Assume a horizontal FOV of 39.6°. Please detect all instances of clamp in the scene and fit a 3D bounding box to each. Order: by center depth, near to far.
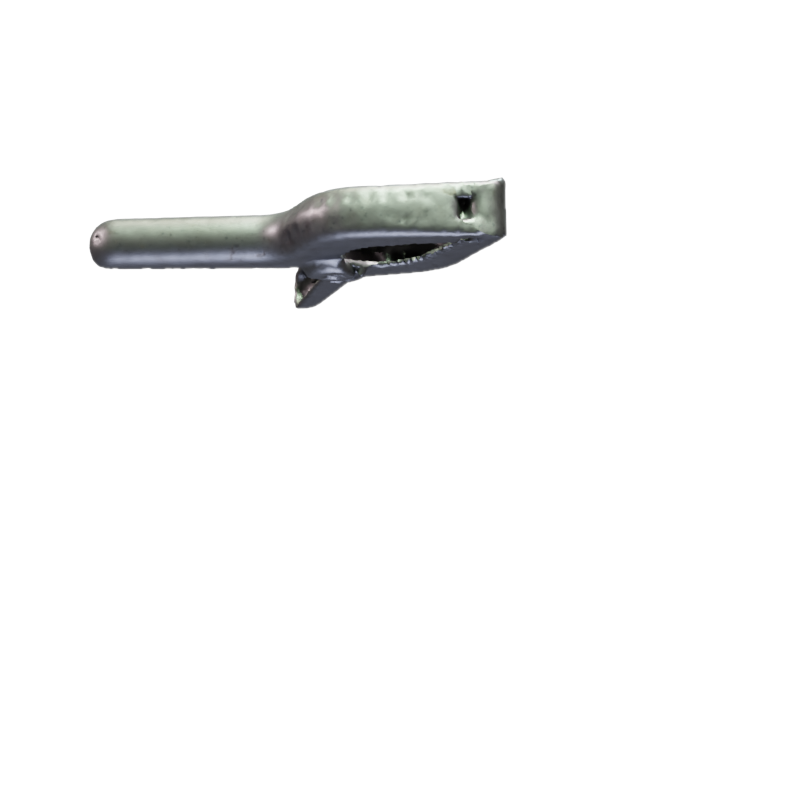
[{"bbox_3d":[-0.044,-0.080,0.558,0.157,0.037,0.215,5,-8,-42],"label":"clamp"}]
